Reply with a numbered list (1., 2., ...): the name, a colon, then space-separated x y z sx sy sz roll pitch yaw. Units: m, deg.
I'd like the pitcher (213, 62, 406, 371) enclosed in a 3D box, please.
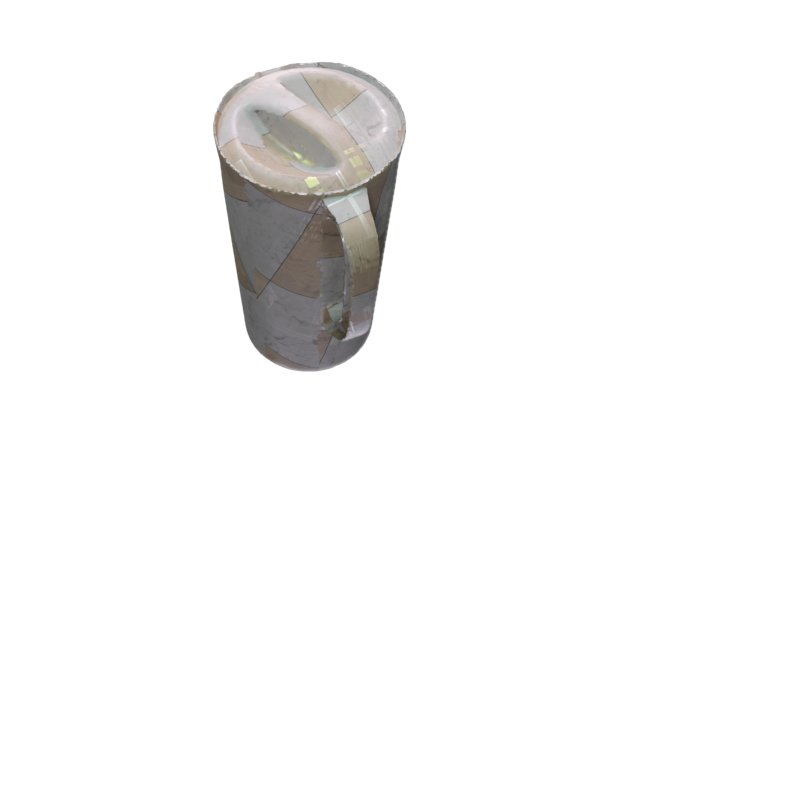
1. pitcher: -0.066 -0.120 0.843 0.149 0.156 0.227 19 -35 10
